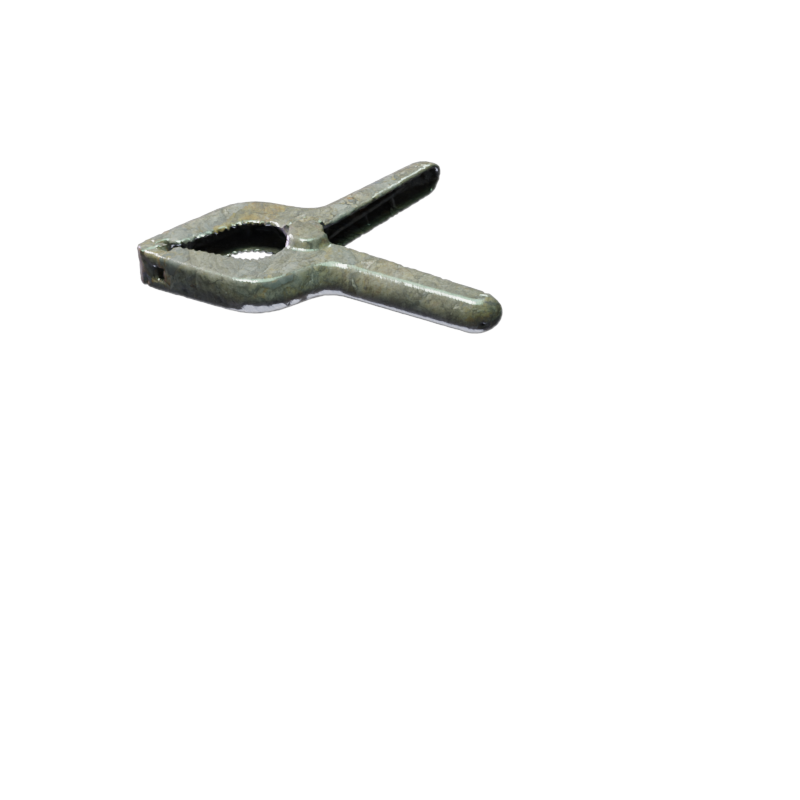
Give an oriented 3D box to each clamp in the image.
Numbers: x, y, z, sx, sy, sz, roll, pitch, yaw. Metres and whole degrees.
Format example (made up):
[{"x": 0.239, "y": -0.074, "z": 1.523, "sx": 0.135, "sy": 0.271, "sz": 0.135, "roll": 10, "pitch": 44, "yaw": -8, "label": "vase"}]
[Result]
[{"x": -0.053, "y": -0.098, "z": 0.683, "sx": 0.209, "sy": 0.034, "sz": 0.176, "roll": -2, "pitch": 39, "yaw": -2, "label": "clamp"}]
